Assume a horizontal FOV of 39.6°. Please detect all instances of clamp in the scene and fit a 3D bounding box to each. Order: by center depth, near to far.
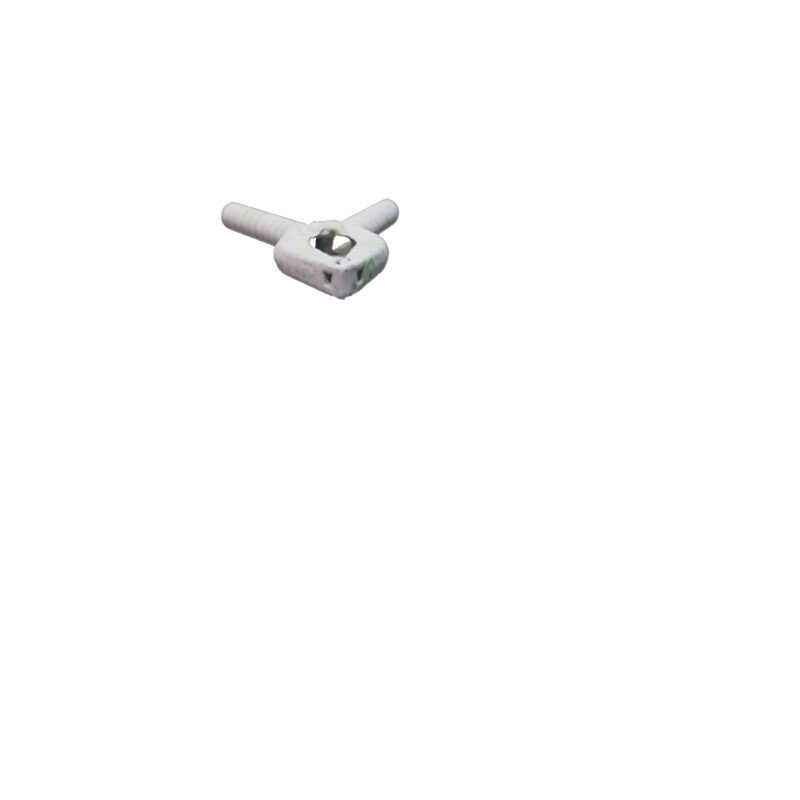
[{"bbox_3d":[-0.074,-0.135,0.945,0.164,0.035,0.221,-2,25,-4],"label":"clamp"}]
